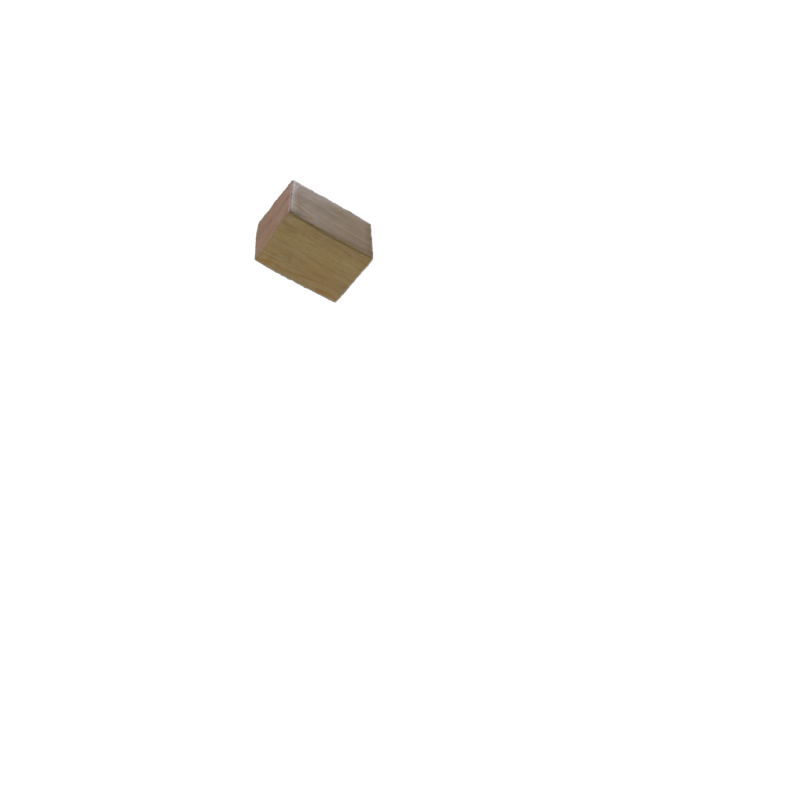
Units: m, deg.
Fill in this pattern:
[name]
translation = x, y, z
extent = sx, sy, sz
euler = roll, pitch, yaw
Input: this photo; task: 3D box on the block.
[block]
translation = -0.067, -0.123, 0.859
extent = 0.075, 0.051, 0.055
euler = 28, 32, -21
